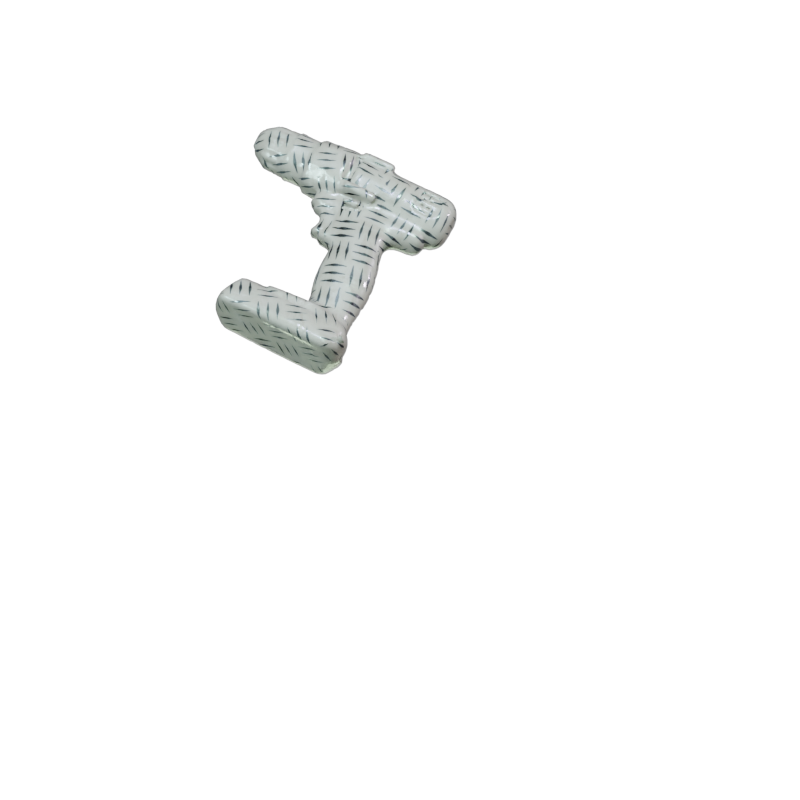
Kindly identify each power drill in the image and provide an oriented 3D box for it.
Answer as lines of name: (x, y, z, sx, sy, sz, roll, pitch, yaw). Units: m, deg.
power drill: (-0.070, -0.128, 0.897, 0.190, 0.194, 0.054, 24, -28, 13)
